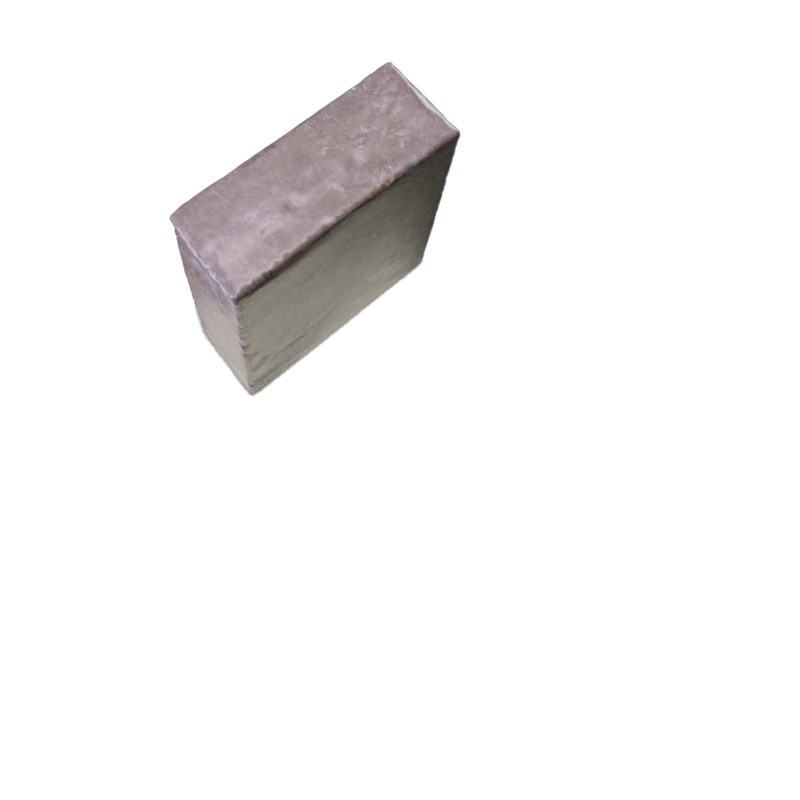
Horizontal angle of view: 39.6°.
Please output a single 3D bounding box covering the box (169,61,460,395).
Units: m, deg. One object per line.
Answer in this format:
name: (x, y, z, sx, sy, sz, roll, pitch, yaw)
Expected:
box: (-0.056, -0.102, 0.713, 0.165, 0.074, 0.205, -39, -9, -13)
